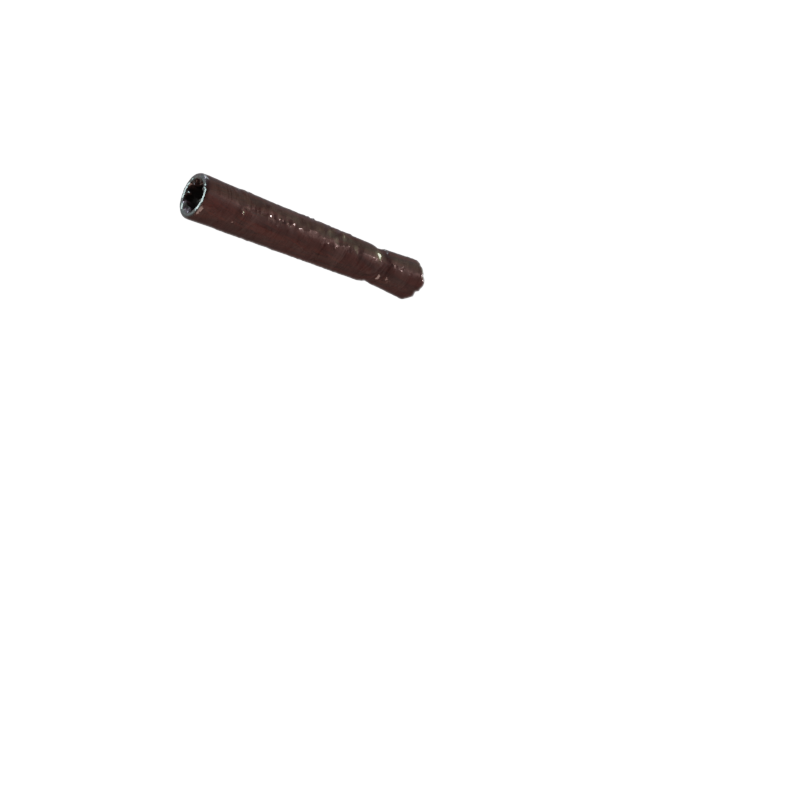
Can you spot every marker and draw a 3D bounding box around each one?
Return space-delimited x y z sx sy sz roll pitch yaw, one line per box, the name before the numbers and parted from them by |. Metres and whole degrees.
marker | -0.036 -0.066 0.460 0.114 0.020 0.021 17 -7 -36
